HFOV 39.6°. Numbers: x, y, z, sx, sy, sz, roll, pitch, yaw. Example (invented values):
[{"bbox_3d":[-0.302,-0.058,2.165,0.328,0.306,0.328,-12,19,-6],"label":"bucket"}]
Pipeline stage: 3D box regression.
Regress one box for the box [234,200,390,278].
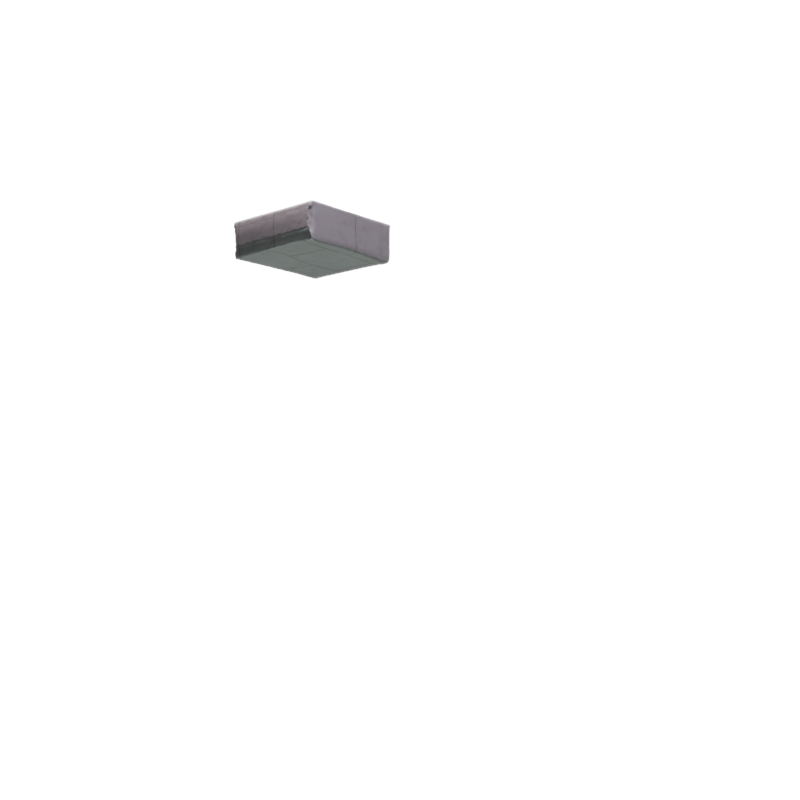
[{"bbox_3d":[-0.076,-0.139,0.974,0.092,0.040,0.107,-8,-12,37],"label":"box"}]
